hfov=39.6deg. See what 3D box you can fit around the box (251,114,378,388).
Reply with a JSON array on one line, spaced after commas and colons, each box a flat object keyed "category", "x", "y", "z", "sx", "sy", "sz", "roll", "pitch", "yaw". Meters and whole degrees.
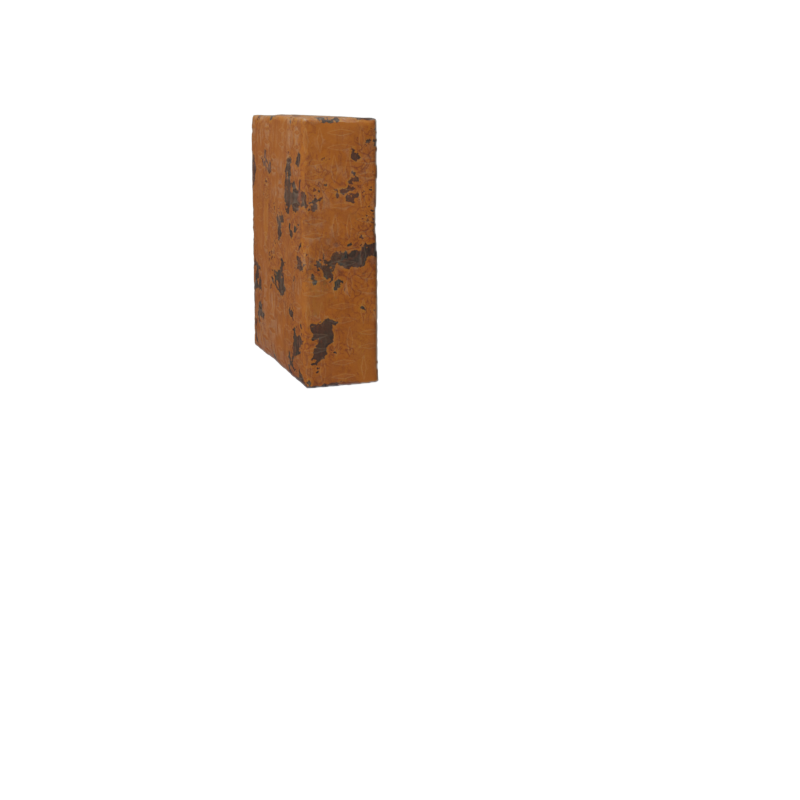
[{"category": "box", "x": -0.074, "y": -0.135, "z": 0.943, "sx": 0.070, "sy": 0.209, "sz": 0.172, "roll": -3, "pitch": 11, "yaw": -20}]
